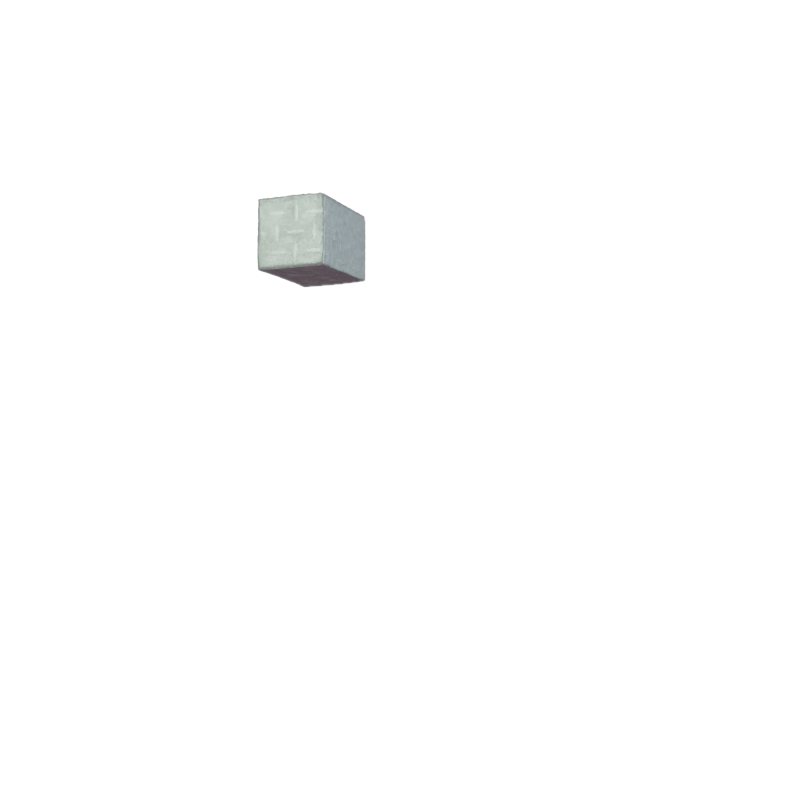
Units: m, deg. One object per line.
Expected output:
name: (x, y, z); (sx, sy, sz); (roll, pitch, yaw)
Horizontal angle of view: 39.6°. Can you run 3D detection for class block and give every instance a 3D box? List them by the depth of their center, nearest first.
block: (-0.062, -0.114, 0.798); (0.054, 0.053, 0.074); (-4, -8, 21)
